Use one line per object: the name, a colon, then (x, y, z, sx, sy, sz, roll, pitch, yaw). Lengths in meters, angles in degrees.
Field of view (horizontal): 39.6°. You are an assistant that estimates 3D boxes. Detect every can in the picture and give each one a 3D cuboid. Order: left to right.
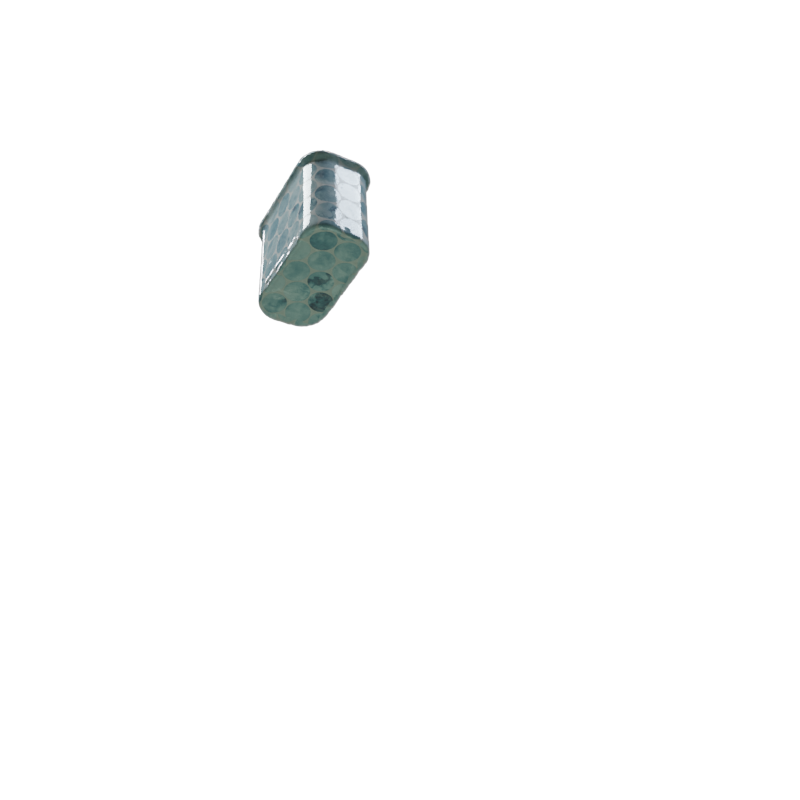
can: (-0.063, -0.115, 0.803, 0.055, 0.090, 0.099, 21, -50, -22)
